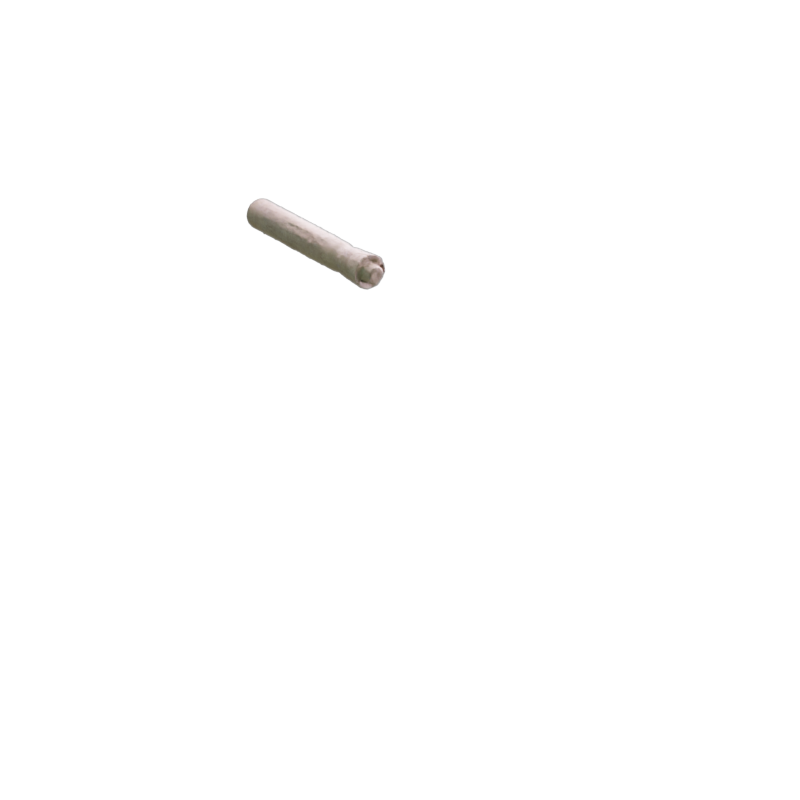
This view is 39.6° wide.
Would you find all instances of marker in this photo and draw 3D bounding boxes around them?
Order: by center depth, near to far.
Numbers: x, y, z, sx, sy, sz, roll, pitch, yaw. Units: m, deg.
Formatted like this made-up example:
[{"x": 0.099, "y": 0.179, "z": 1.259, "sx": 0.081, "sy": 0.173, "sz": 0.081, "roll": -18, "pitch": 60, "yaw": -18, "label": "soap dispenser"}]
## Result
[{"x": -0.047, "y": -0.086, "z": 0.604, "sx": 0.019, "sy": 0.019, "sz": 0.129, "roll": -3, "pitch": 23, "yaw": -35, "label": "marker"}]
